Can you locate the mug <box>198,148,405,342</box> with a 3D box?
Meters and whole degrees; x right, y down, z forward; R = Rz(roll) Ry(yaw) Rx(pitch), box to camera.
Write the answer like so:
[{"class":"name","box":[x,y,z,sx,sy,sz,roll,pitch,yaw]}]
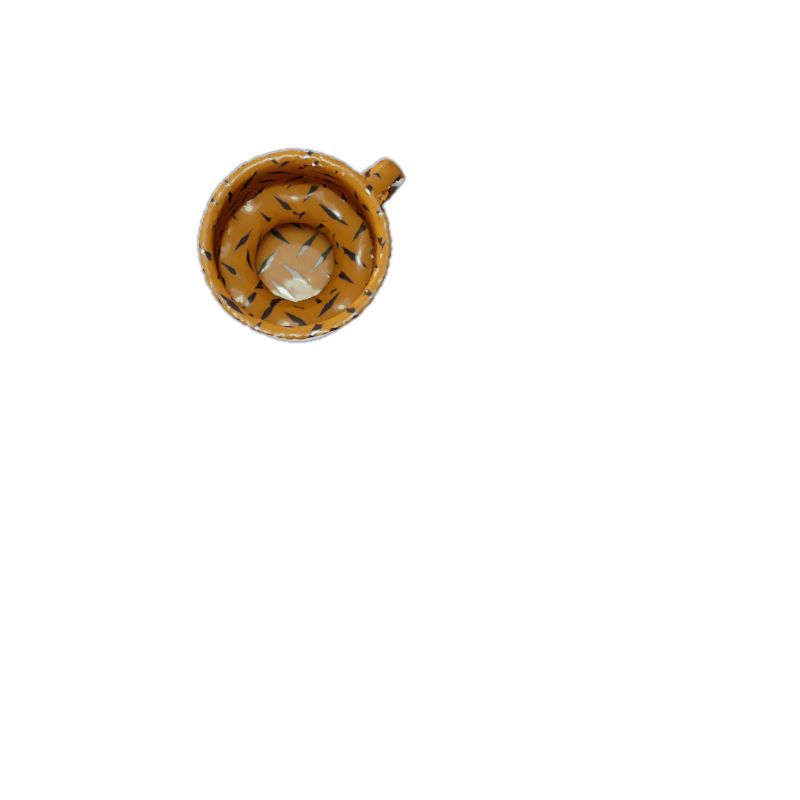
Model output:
[{"class":"mug","box":[-0.045,-0.082,0.573,0.118,0.095,0.080,-44,-4,-7]}]
